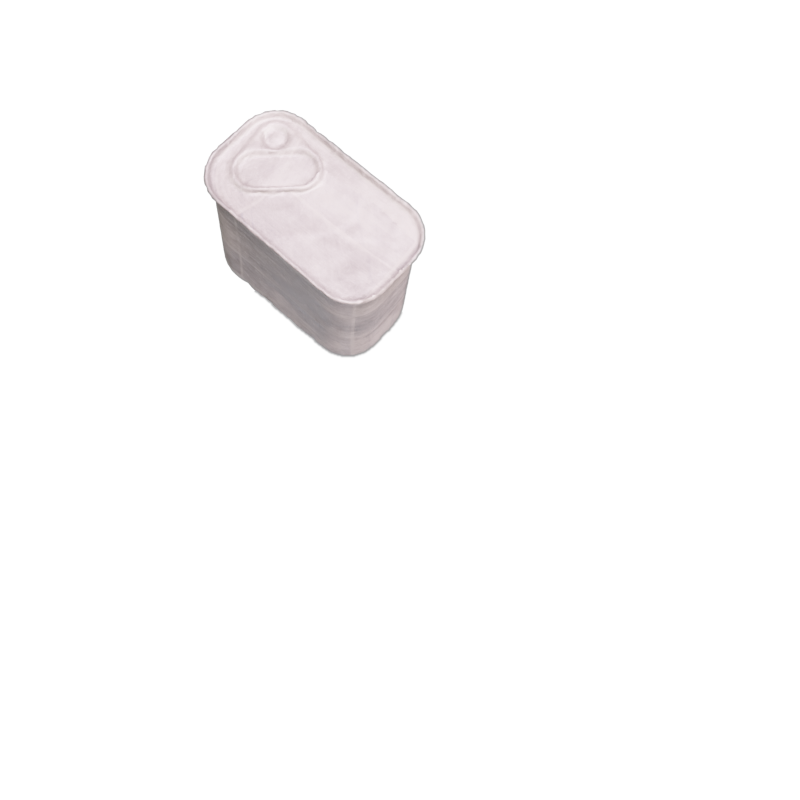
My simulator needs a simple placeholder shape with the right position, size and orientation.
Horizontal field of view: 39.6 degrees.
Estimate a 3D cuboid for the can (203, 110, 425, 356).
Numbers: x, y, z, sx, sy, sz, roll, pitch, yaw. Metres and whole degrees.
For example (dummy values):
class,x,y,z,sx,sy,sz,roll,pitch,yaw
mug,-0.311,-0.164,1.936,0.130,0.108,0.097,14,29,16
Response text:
class,x,y,z,sx,sy,sz,roll,pitch,yaw
can,-0.041,-0.075,0.525,0.106,0.058,0.080,41,-17,13
